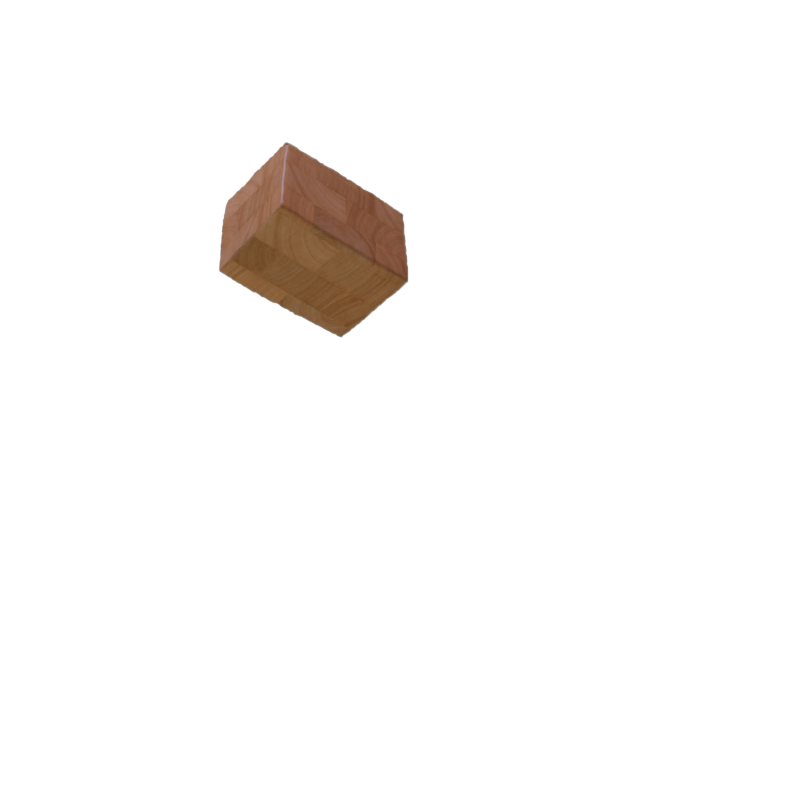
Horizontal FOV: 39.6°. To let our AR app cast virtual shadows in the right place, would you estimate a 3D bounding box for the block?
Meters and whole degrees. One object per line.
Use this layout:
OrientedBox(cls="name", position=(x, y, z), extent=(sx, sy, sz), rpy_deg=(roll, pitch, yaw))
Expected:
OrientedBox(cls="block", position=(-0.042, -0.077, 0.542), extent=(0.074, 0.055, 0.052), rpy_deg=(29, -52, -28))
